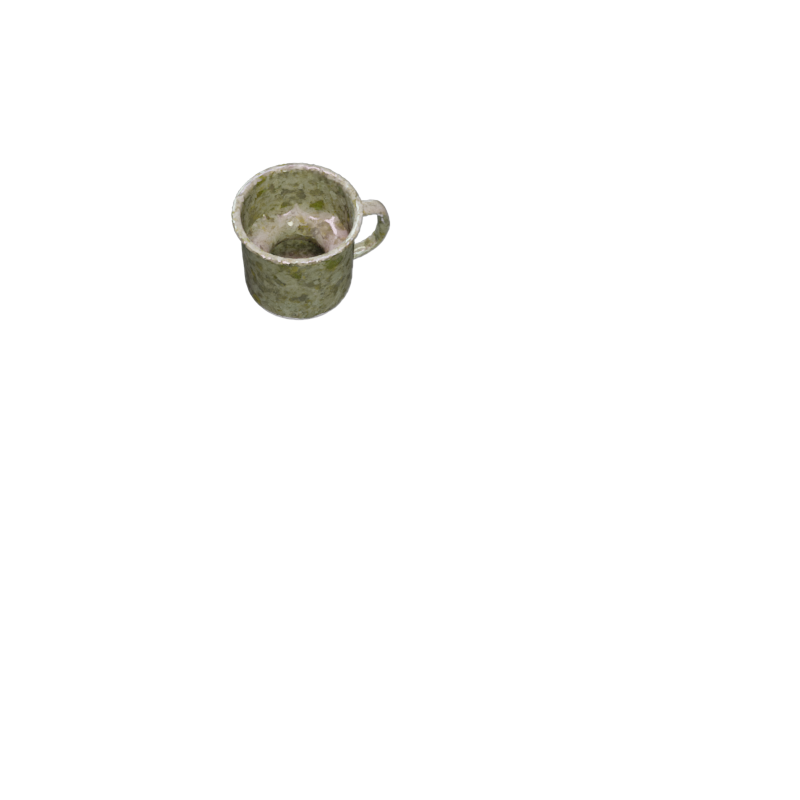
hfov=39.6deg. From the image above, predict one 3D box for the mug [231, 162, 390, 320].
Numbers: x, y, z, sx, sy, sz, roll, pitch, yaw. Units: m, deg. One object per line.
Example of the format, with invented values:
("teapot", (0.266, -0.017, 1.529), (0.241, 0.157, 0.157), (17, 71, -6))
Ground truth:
("mug", (-0.064, -0.116, 0.812), (0.116, 0.100, 0.076), (-18, -32, -13))
